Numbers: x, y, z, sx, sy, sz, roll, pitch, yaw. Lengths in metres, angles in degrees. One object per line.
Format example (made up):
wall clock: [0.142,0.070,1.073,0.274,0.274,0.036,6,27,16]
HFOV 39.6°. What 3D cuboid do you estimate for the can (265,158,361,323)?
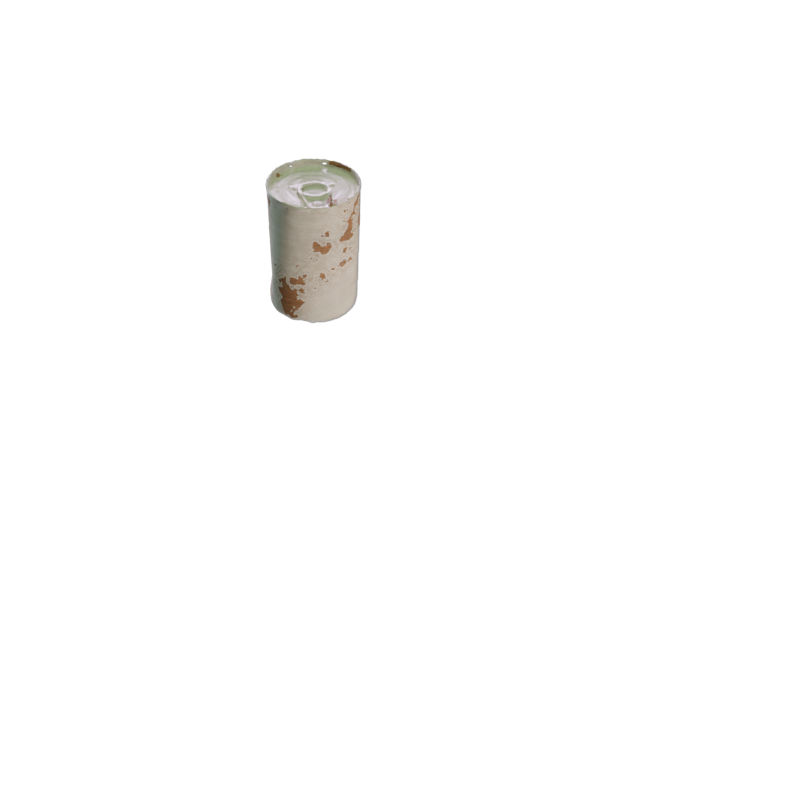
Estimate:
can: [-0.063,-0.116,0.811,0.068,0.095,0.073,0,38,-3]
